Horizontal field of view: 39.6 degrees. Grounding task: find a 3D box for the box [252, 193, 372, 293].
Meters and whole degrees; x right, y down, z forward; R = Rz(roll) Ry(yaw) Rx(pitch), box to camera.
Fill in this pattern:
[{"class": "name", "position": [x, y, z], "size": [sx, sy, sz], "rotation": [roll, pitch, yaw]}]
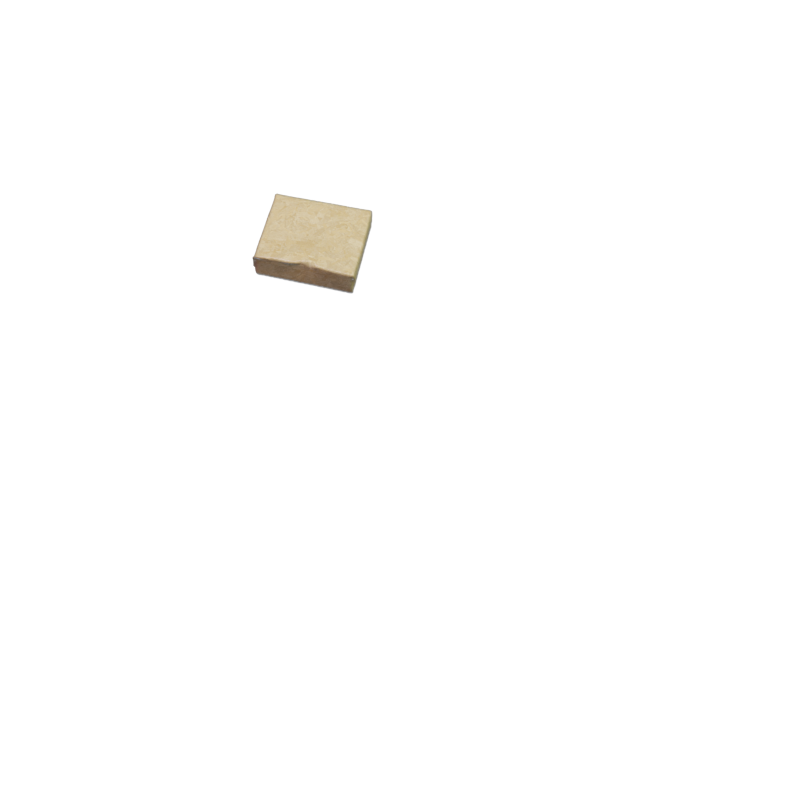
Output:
[{"class": "box", "position": [-0.075, -0.137, 0.957], "size": [0.090, 0.077, 0.028], "rotation": [11, -34, 7]}]
